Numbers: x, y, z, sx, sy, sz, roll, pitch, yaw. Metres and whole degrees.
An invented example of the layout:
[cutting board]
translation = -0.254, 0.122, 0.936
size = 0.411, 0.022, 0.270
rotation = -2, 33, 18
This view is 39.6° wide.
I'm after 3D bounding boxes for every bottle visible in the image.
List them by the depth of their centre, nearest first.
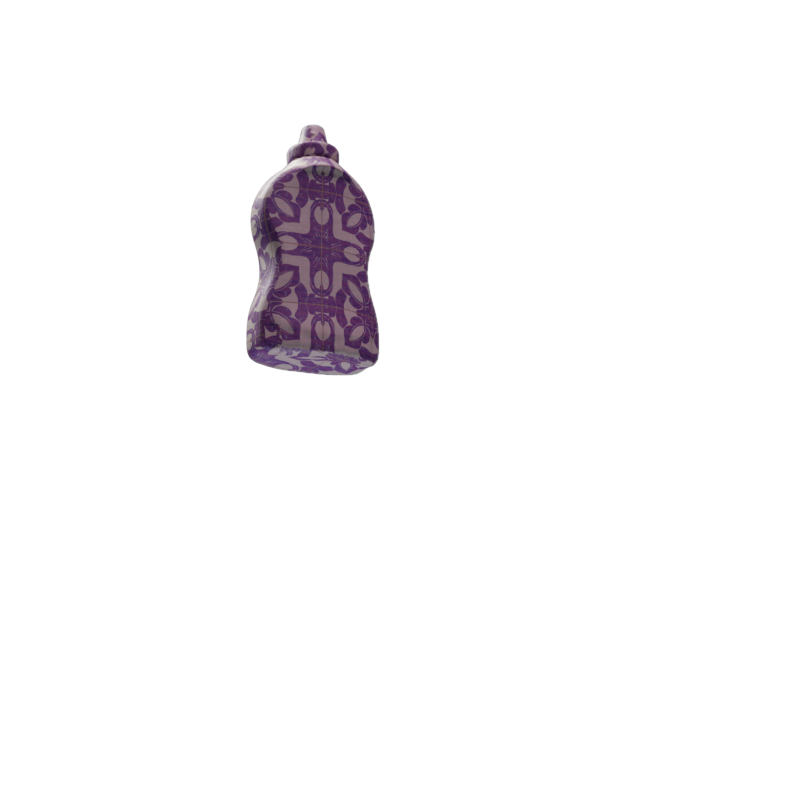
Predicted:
[bottle]
translation = -0.065, -0.119, 0.833
size = 0.093, 0.201, 0.058
rotation = 8, -22, -23
